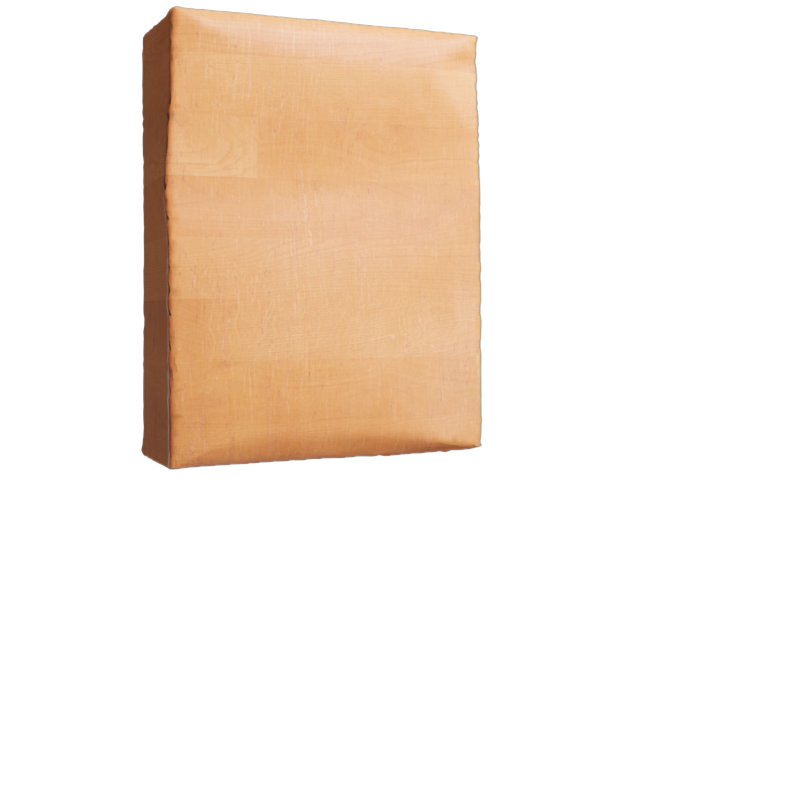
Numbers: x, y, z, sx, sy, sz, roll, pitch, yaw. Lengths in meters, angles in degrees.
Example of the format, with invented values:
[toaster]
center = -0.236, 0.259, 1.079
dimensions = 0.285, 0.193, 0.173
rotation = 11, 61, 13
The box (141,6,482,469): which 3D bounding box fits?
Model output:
[box]
center = -0.043, -0.079, 0.555
dimensions = 0.160, 0.215, 0.073
rotation = 0, -2, -22
